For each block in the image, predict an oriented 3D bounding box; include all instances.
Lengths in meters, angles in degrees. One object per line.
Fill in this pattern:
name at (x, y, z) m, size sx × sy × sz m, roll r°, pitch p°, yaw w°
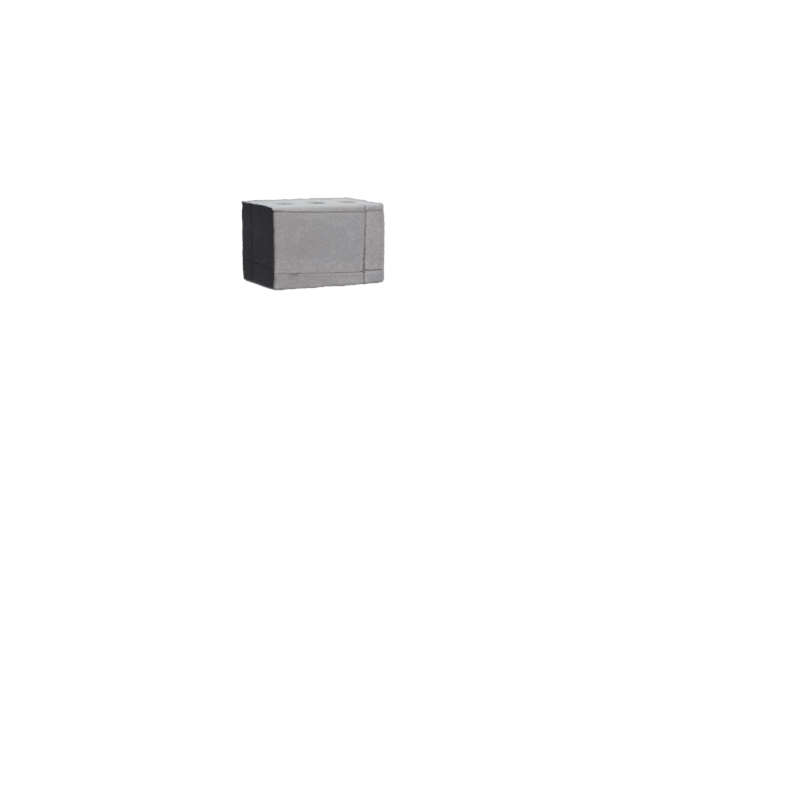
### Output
block at (-0.055, -0.100, 0.697) m, size 0.076 × 0.050 × 0.055 m, roll -6°, pitch 12°, yaw -27°
